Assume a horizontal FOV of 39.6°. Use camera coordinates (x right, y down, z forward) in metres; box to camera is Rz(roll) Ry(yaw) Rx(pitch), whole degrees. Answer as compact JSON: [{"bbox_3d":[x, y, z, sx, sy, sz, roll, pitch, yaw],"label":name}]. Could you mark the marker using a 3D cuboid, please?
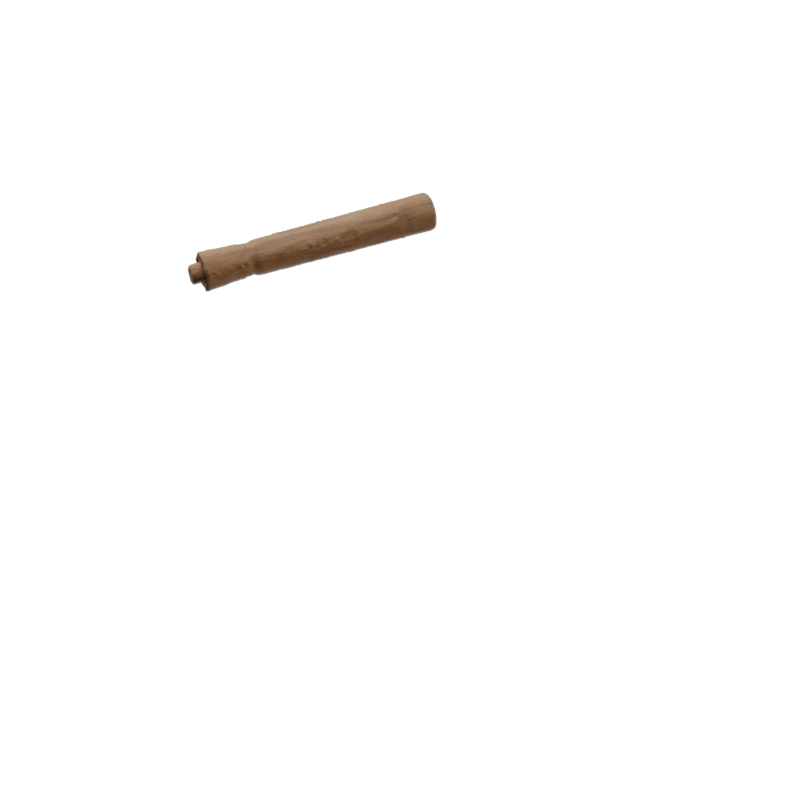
[{"bbox_3d":[-0.041,-0.074,0.521,0.120,0.019,0.020,-17,9,-16],"label":"marker"}]
